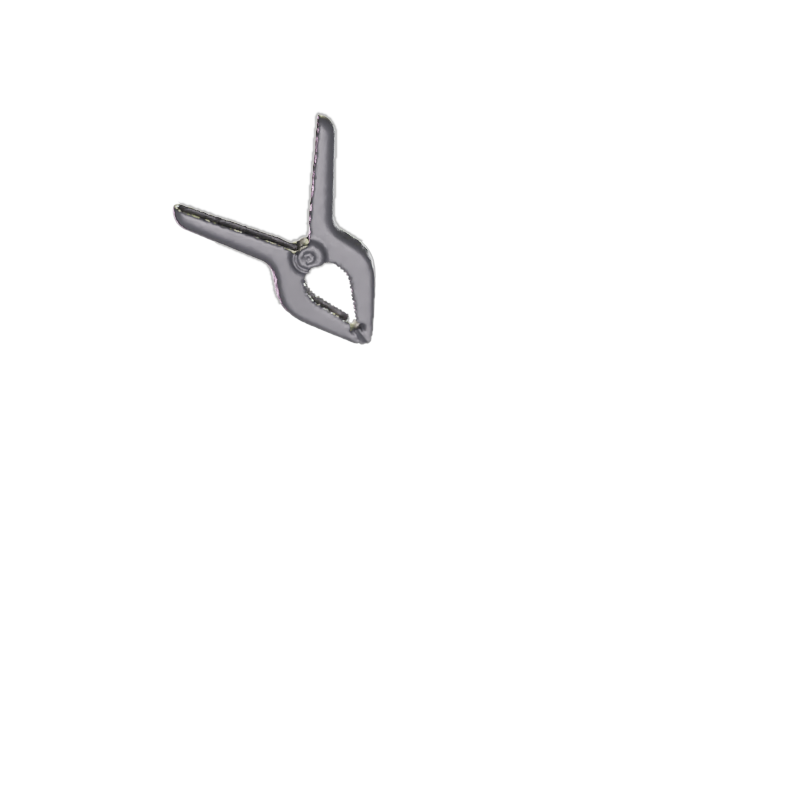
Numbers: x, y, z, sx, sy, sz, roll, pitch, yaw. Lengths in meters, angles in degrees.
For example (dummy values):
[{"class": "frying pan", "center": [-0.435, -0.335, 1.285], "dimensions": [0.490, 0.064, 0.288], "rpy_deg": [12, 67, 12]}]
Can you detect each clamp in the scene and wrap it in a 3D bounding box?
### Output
[{"class": "clamp", "center": [-0.078, -0.142, 0.997], "dimensions": [0.164, 0.202, 0.038], "rpy_deg": [-37, 16, 12]}]
